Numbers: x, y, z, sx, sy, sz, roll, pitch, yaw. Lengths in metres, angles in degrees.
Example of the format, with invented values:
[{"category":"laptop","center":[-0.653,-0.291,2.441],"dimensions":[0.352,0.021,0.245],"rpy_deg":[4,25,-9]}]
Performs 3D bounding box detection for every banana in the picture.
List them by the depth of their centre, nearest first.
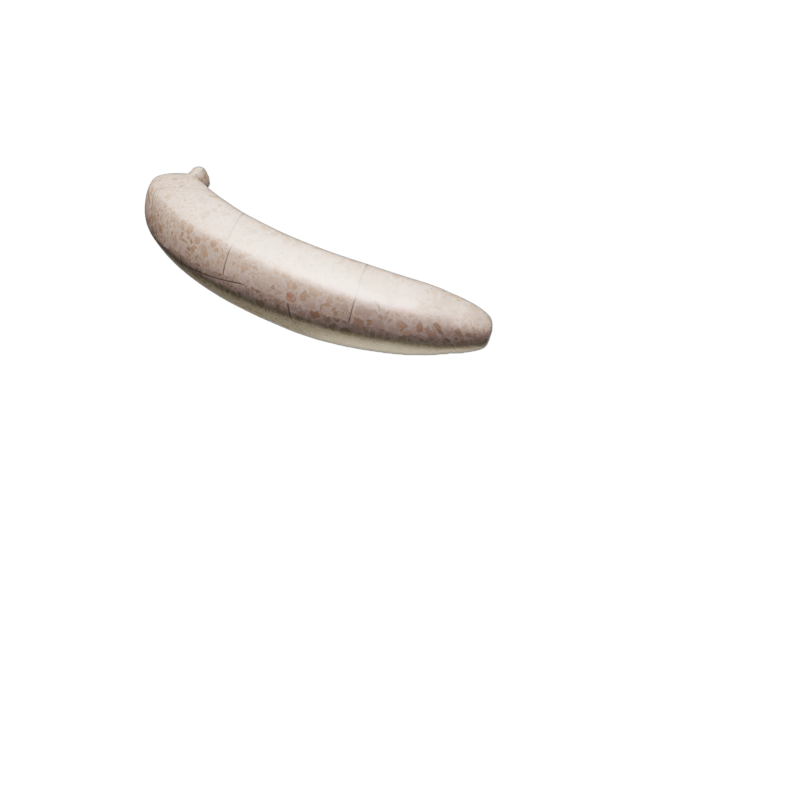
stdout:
[{"category":"banana","center":[-0.054,-0.064,0.486],"dimensions":[0.069,0.034,0.211],"rpy_deg":[-30,47,-33]}]
